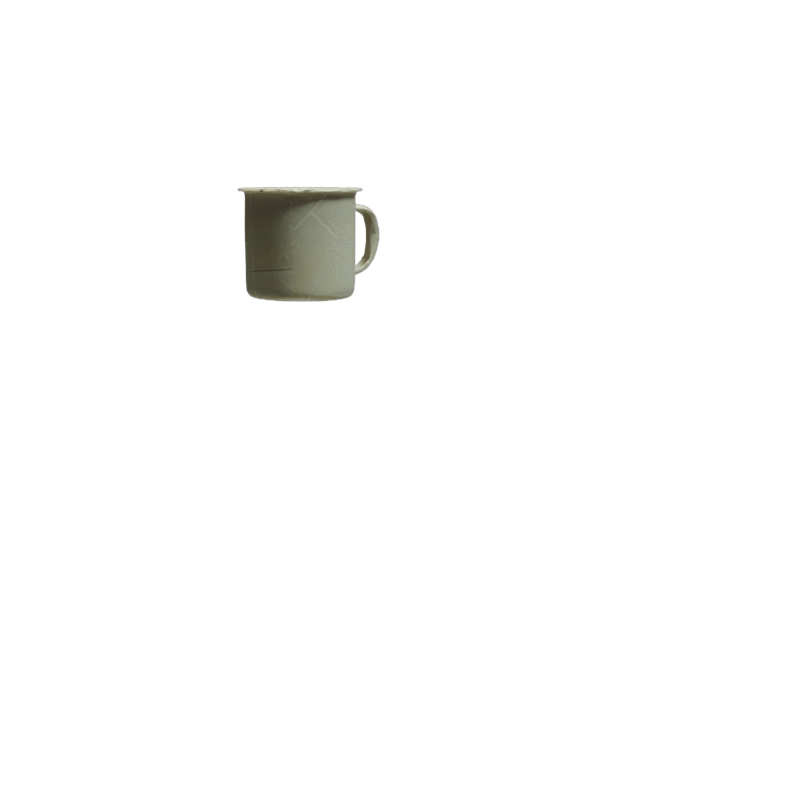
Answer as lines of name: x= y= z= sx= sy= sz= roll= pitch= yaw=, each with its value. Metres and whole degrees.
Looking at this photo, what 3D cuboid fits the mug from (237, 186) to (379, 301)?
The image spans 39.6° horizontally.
mug: x=-0.065 y=-0.119 z=0.832 sx=0.113 sy=0.080 sz=0.098 roll=-7 pitch=11 yaw=-38
